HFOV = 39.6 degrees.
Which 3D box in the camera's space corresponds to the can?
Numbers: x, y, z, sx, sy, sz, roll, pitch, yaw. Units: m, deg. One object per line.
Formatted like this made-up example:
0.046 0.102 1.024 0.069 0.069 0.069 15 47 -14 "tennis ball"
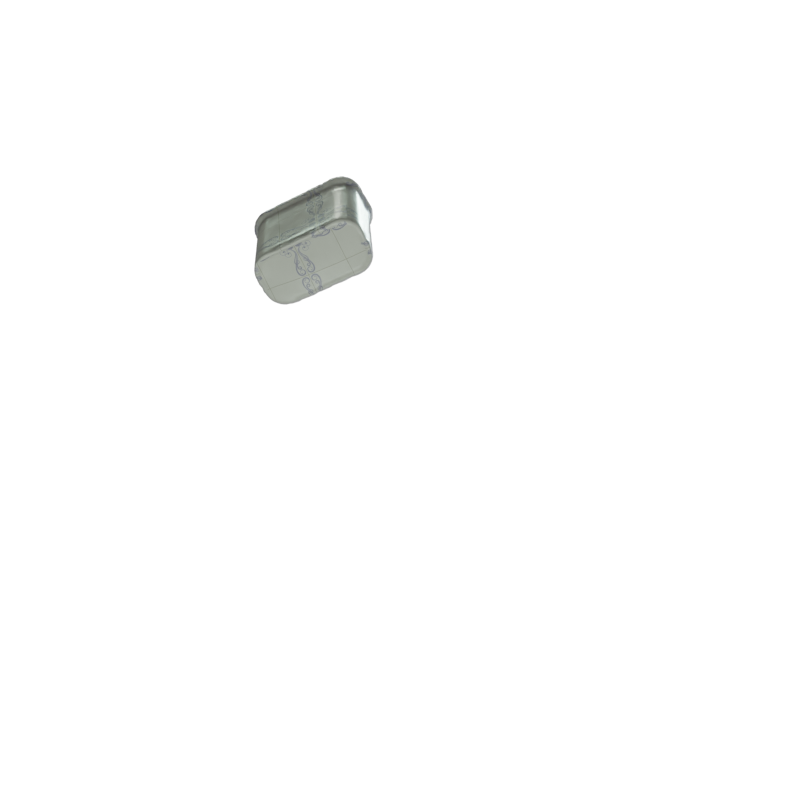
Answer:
-0.073 -0.133 0.930 0.102 0.054 0.089 -24 29 11 "can"
